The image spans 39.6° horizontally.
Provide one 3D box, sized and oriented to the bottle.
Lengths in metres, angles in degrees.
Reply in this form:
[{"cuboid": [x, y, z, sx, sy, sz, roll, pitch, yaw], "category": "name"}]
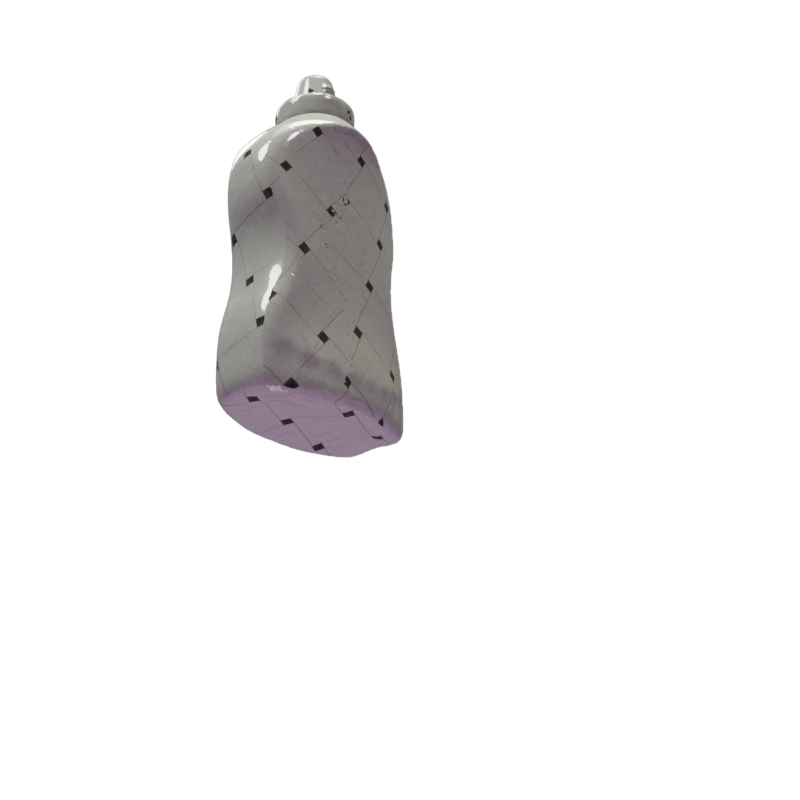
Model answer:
[{"cuboid": [-0.041, -0.076, 0.534, 0.059, 0.204, 0.090, -25, -36, 35], "category": "bottle"}]
